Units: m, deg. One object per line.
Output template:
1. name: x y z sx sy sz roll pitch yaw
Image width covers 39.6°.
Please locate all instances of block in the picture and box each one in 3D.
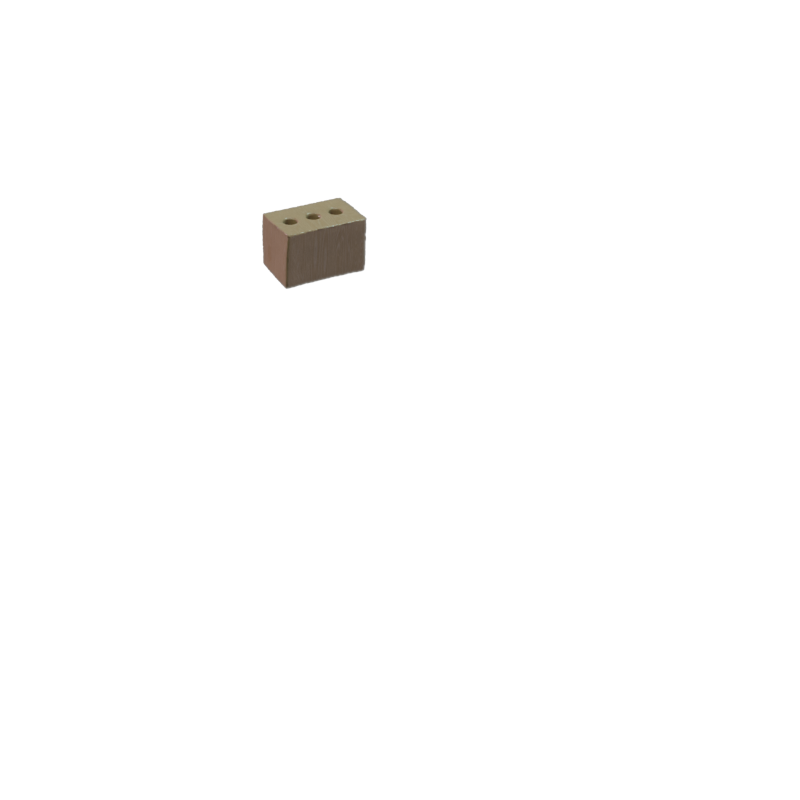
1. block: -0.076 -0.138 0.965 0.077 0.048 0.057 -16 35 -25
